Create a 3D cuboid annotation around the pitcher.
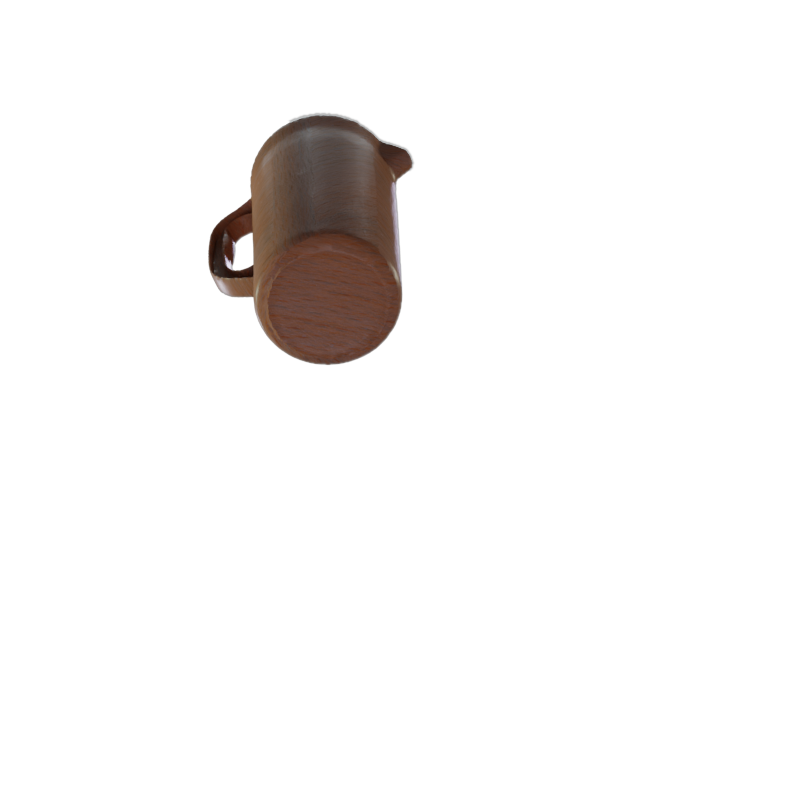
[{"bbox_3d":[-0.071,-0.129,0.902,0.141,0.144,0.258,21,26,-14],"label":"pitcher"}]
